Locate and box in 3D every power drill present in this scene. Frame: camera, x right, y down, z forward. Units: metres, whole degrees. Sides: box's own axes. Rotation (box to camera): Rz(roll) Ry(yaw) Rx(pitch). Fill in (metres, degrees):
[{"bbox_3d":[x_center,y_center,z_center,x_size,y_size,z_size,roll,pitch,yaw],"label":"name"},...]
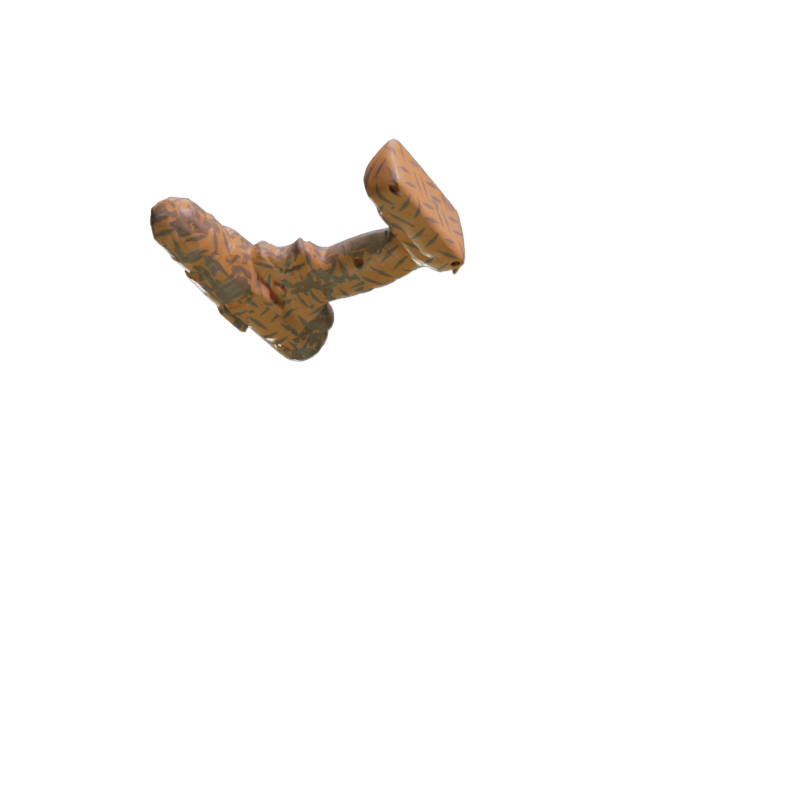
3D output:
[{"bbox_3d":[-0.063,-0.115,0.805,0.188,0.062,0.171,-23,-44,26],"label":"power drill"}]
